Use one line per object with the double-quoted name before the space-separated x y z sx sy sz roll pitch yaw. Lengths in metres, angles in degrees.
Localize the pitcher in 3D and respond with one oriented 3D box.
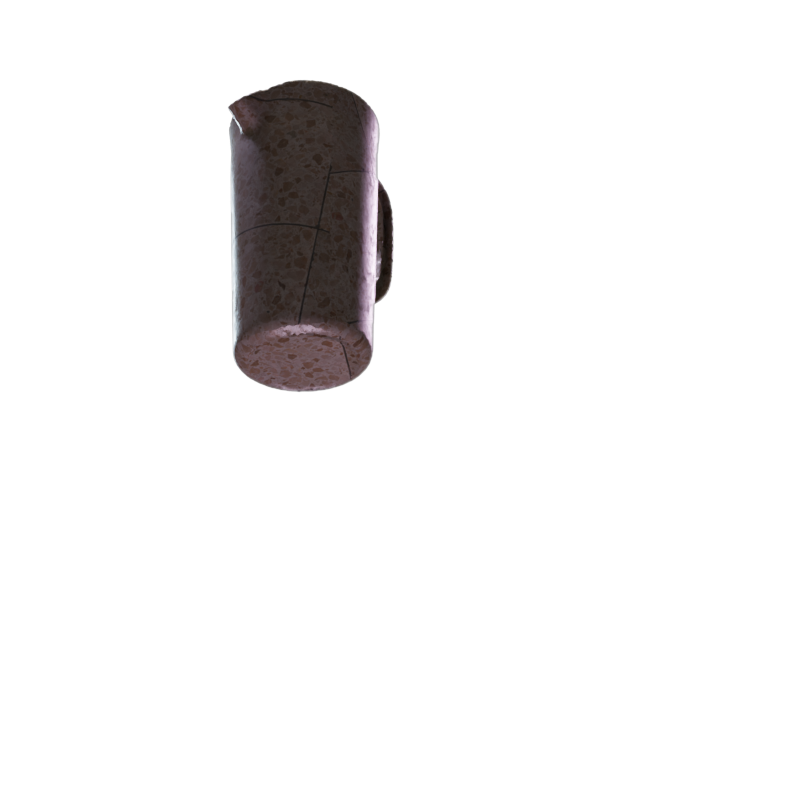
"pitcher" -0.072 -0.131 0.920 0.148 0.260 0.136 0 -32 -4
